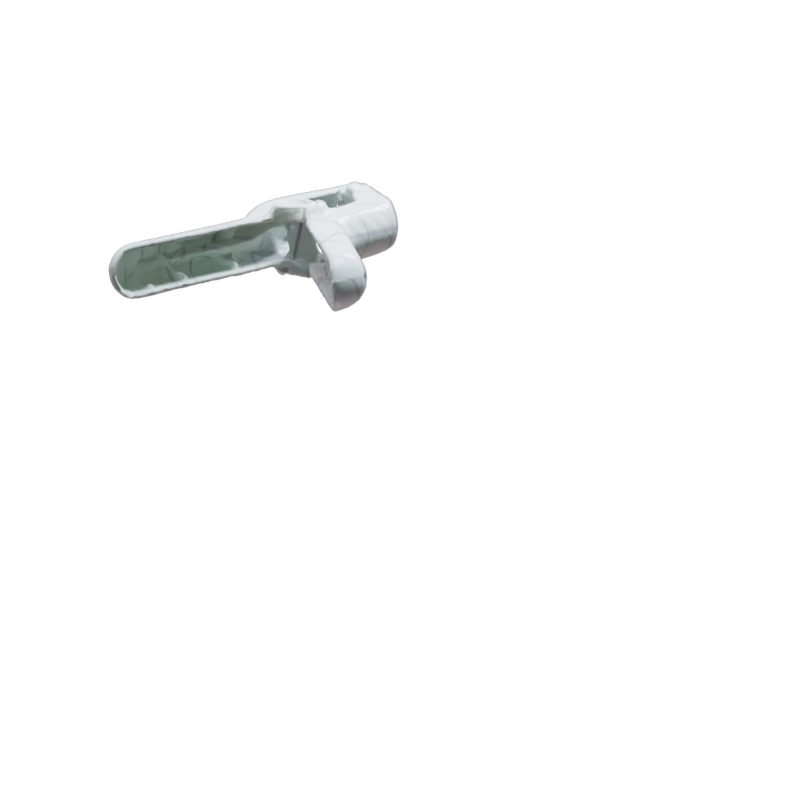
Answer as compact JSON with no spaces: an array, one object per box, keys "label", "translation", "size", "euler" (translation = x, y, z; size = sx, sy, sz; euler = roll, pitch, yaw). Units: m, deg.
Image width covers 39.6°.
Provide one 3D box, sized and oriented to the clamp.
[{"label":"clamp","translation":[-0.042,-0.076,0.532],"size":[0.126,0.037,0.172],"euler":[13,28,27]}]
